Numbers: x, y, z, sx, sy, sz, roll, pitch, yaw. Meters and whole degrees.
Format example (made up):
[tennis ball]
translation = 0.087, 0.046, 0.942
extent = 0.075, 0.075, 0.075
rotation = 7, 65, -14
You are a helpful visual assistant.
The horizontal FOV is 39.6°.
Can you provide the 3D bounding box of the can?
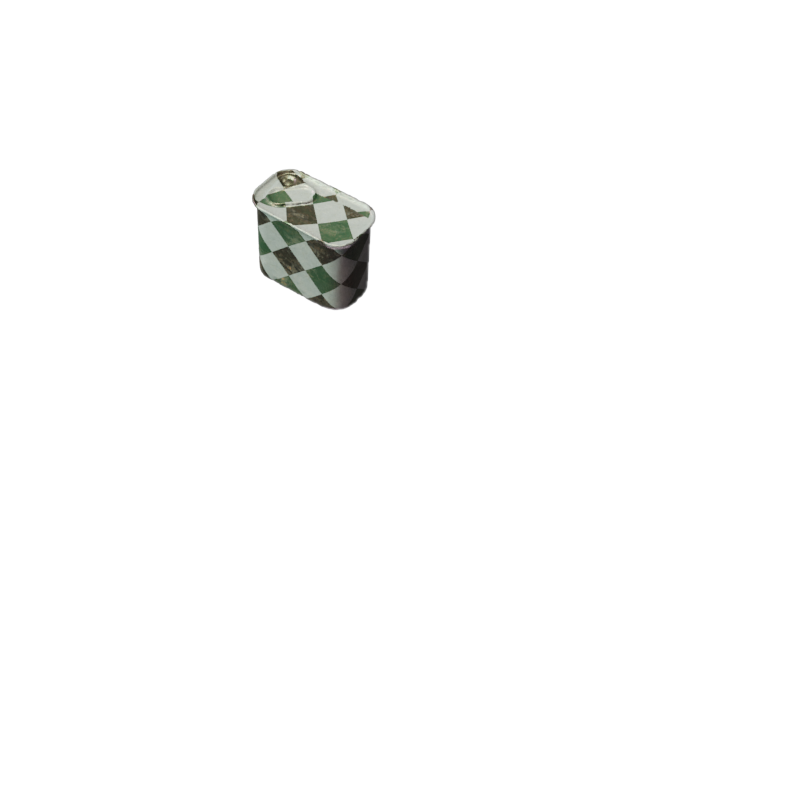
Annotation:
[can]
translation = -0.073, -0.133, 0.929
extent = 0.107, 0.078, 0.059
rotation = 30, 54, 22
